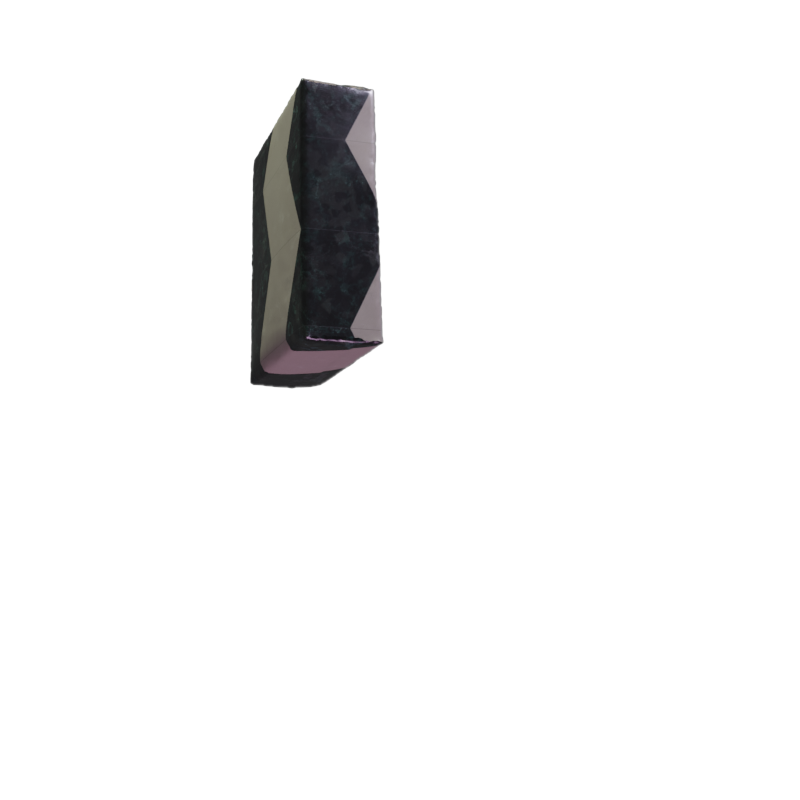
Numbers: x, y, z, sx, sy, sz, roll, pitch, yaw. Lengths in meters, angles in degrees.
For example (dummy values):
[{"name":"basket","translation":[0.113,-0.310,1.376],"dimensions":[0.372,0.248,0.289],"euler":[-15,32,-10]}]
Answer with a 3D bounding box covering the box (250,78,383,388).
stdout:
[{"name":"box","translation":[-0.072,-0.131,0.915],"dimensions":[0.070,0.223,0.162],"euler":[6,-18,-20]}]
